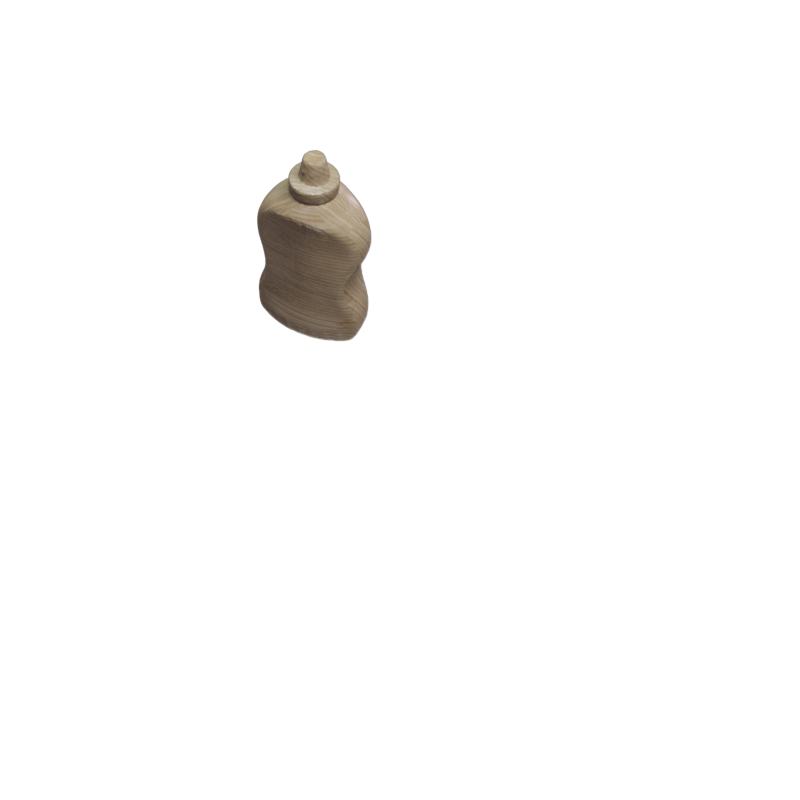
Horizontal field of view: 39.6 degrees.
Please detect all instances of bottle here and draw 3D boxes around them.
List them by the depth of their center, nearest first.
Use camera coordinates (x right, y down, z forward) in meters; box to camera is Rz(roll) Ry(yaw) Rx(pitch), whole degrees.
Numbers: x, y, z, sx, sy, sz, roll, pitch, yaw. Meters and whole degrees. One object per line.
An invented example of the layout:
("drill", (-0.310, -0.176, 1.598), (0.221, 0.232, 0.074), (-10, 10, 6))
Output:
("bottle", (-0.072, -0.132, 0.922), (0.099, 0.060, 0.179), (24, -35, 15))
